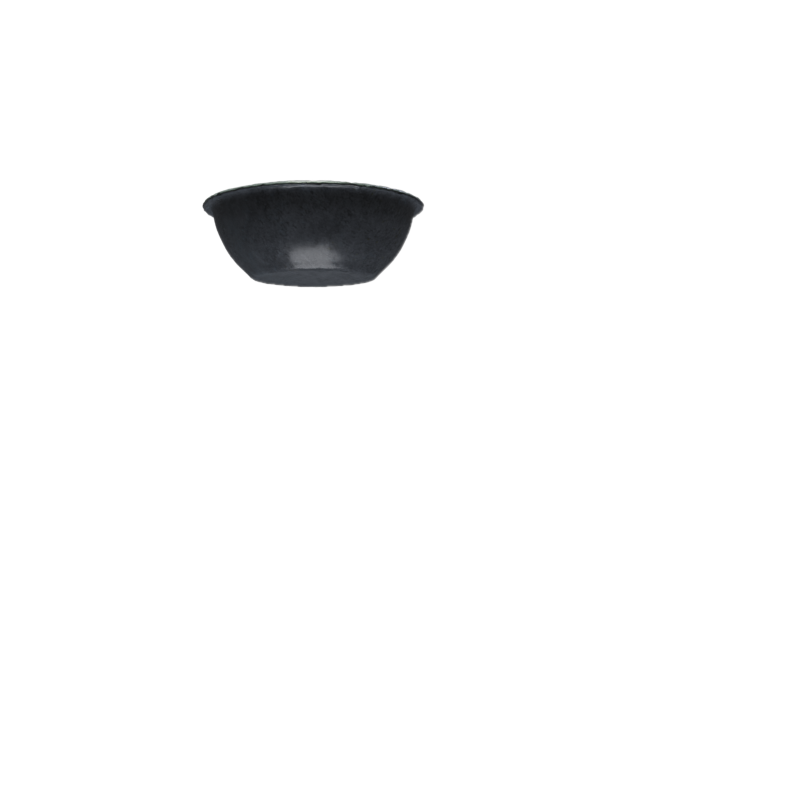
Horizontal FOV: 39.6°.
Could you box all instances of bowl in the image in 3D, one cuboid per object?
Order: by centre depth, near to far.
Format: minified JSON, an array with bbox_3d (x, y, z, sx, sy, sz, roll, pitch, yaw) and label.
[{"bbox_3d":[-0.063,-0.115,0.808,0.162,0.056,0.160,0,-3,-2],"label":"bowl"}]
